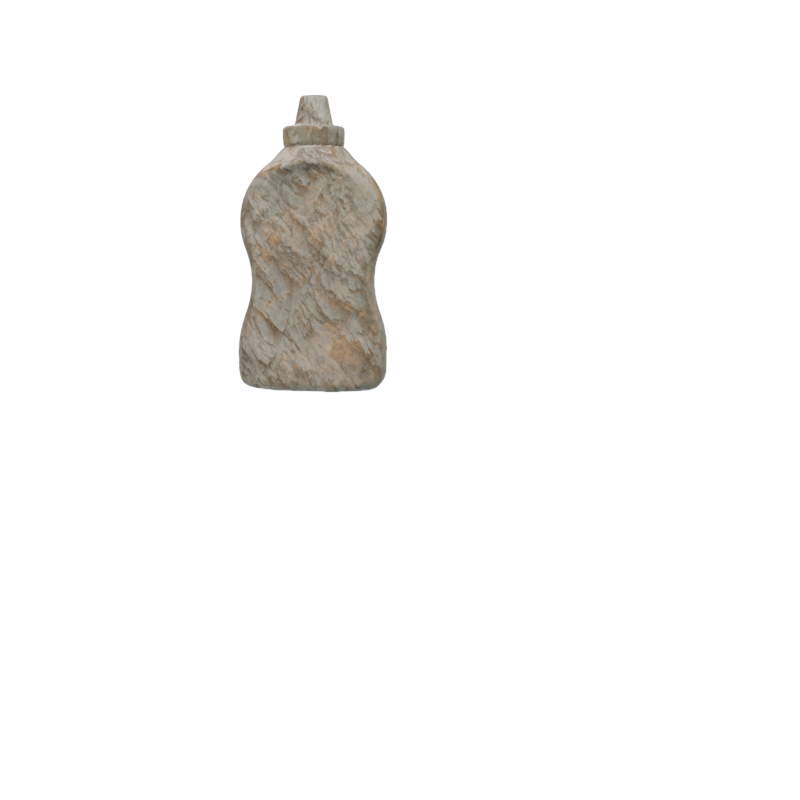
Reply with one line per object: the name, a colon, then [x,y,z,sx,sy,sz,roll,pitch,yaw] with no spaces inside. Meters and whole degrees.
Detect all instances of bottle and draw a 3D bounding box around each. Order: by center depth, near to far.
bottle: [-0.057,-0.104,0.731,0.097,0.191,0.058,1,2,10]
